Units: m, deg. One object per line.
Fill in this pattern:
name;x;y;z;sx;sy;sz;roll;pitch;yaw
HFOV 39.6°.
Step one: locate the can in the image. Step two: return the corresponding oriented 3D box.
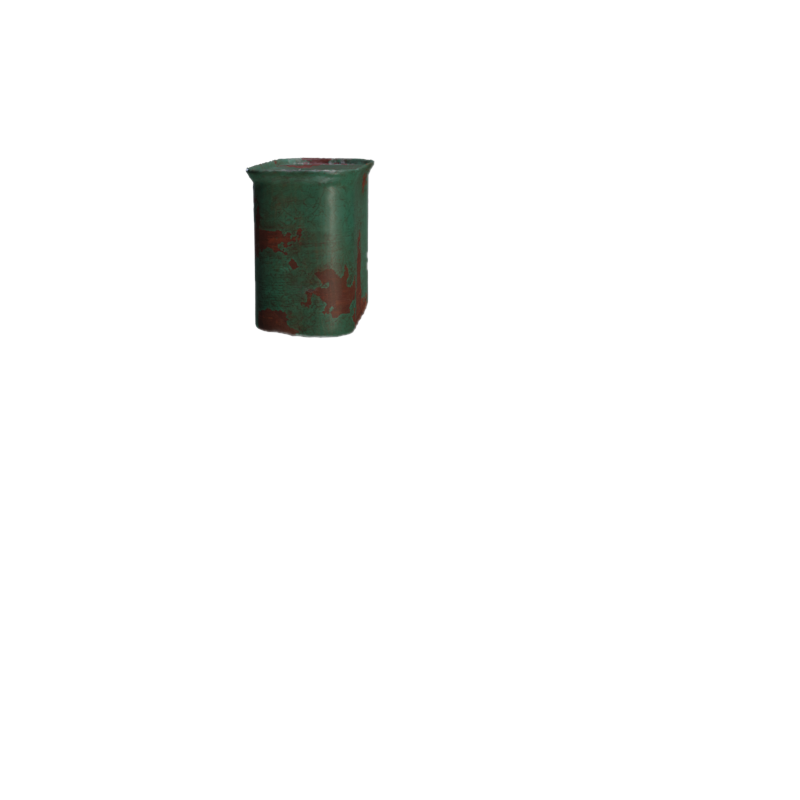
can;-0.046;-0.084;0.588;0.058;0.082;0.103;1;12;6
